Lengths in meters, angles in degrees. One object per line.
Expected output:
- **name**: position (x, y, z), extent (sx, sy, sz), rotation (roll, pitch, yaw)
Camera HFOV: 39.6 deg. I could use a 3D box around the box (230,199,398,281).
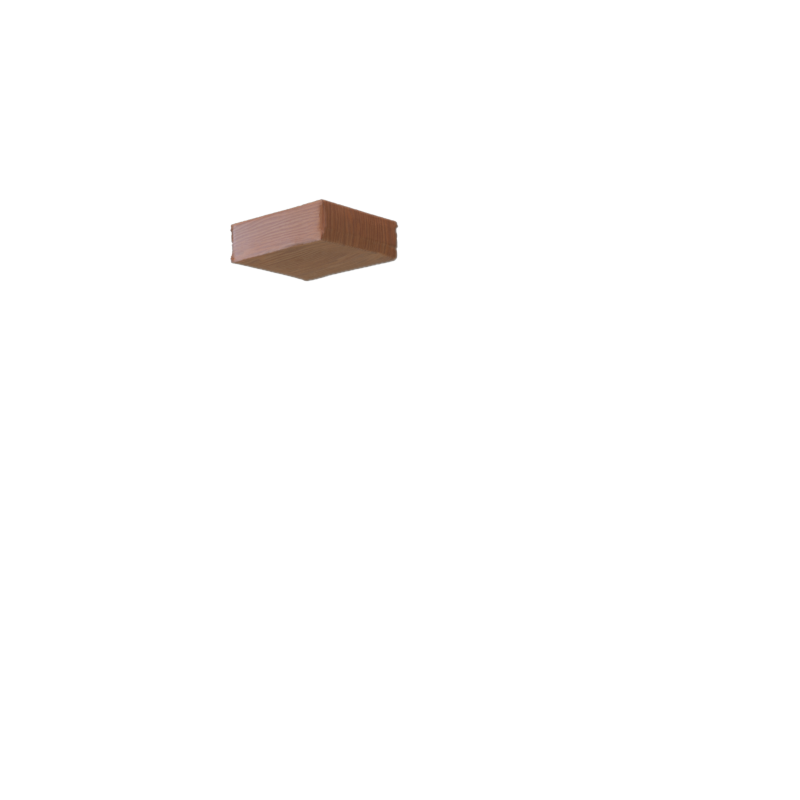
- **box**: position (-0.072, -0.131, 0.920), extent (0.116, 0.040, 0.085), rotation (-9, -14, 42)
